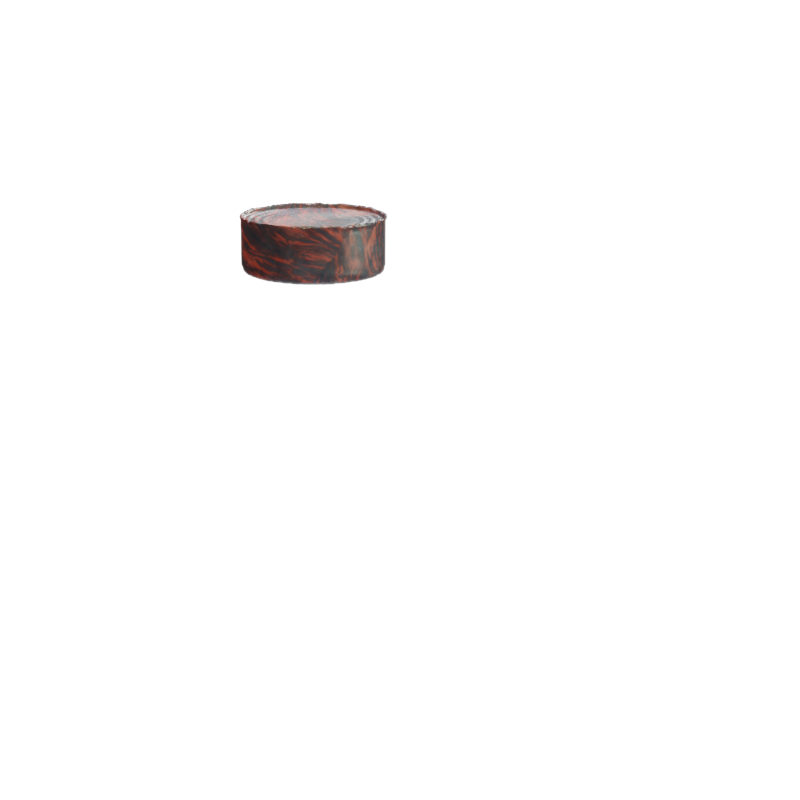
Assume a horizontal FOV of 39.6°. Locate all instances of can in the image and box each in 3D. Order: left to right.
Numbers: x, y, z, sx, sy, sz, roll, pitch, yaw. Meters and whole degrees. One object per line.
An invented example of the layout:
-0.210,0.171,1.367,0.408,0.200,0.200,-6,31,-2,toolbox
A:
-0.051,-0.093,0.650,0.086,0.032,0.089,-1,18,-2,can
